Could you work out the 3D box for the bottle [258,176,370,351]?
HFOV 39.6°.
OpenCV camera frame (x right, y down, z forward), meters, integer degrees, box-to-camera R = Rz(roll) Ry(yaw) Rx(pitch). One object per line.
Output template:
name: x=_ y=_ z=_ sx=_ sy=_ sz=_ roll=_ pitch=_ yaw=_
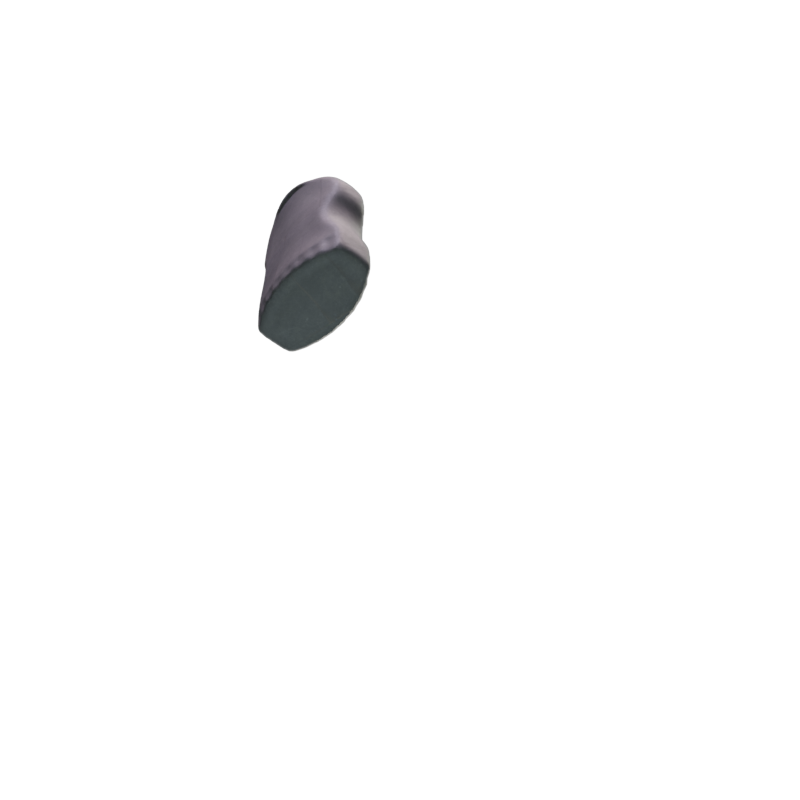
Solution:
bottle: x=-0.068 y=-0.125 z=0.876 sx=0.056 sy=0.094 sz=0.204 roll=33 pitch=25 yaw=-23
